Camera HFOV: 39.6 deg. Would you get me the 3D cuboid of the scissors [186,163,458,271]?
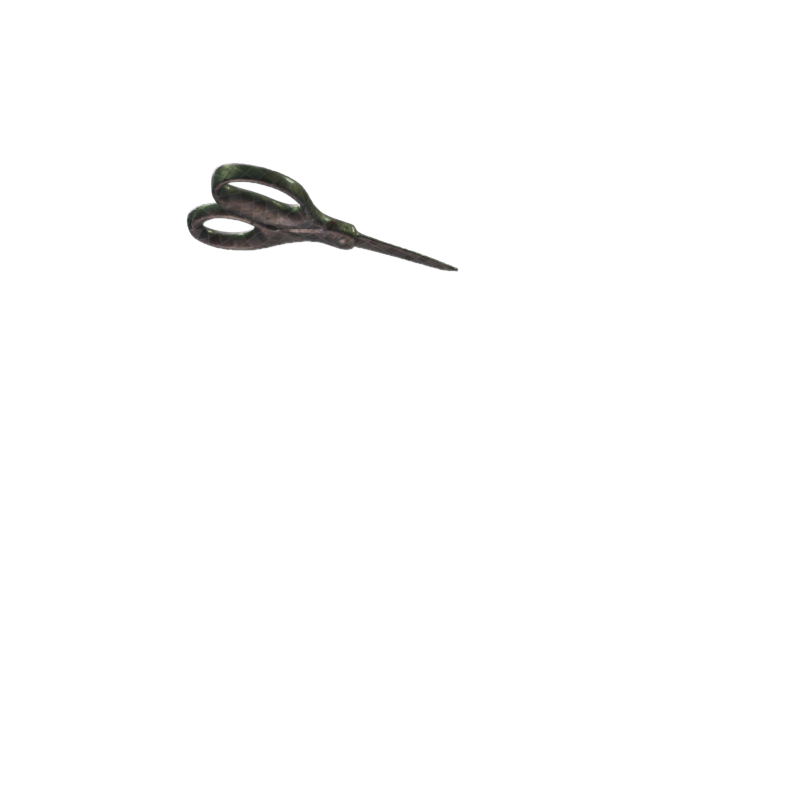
[{"bbox_3d":[-0.059,-0.108,0.754,0.097,0.017,0.189,-20,-31,38],"label":"scissors"}]
